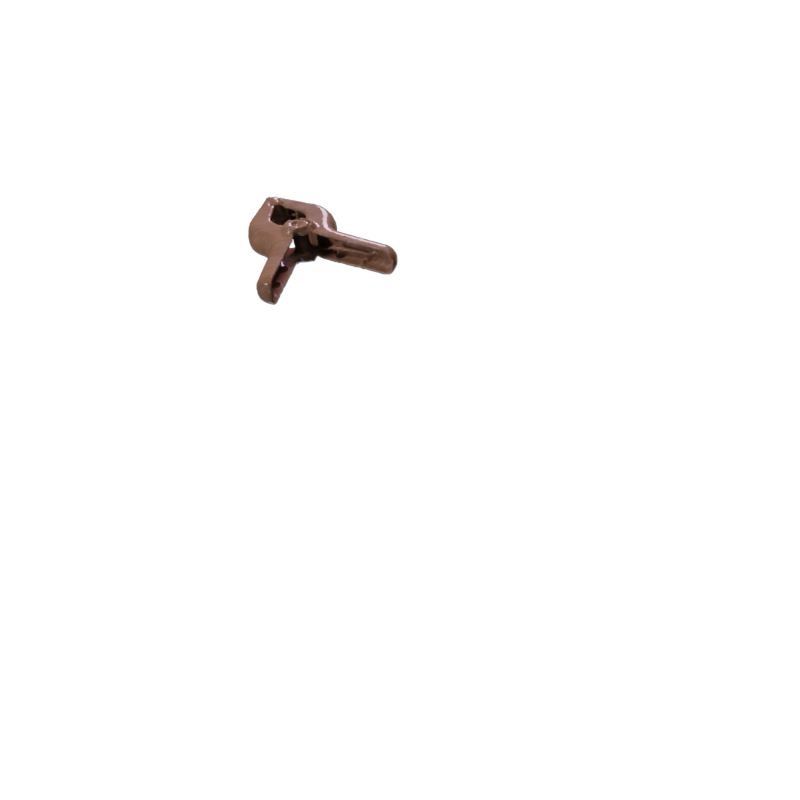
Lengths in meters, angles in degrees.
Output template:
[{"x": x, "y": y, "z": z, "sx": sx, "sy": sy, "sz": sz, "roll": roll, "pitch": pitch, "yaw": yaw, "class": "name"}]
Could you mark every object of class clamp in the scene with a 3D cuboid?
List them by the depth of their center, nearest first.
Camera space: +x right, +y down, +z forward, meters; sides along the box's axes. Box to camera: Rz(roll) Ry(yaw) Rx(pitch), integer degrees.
[{"x": -0.076, "y": -0.138, "z": 0.967, "sx": 0.119, "sy": 0.037, "sz": 0.184, "roll": -7, "pitch": 33, "yaw": -11, "class": "clamp"}]
